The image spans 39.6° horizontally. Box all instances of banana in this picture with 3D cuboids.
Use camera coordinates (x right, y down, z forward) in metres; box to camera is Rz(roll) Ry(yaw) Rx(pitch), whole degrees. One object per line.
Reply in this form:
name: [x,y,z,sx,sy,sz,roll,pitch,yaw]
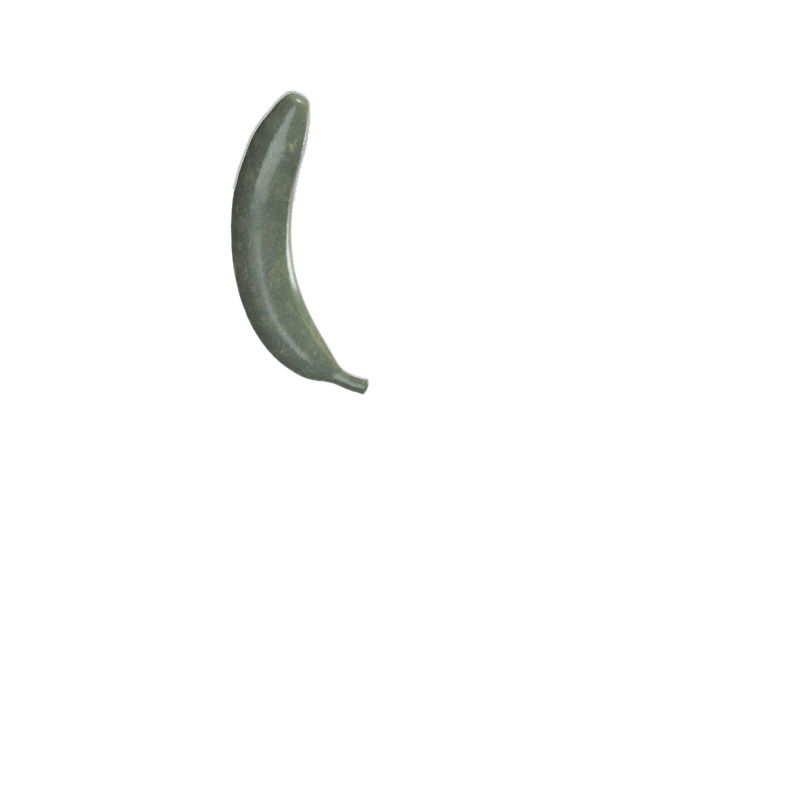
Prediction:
banana: [-0.071,-0.091,0.691,0.070,0.188,0.038,-11,20,3]
